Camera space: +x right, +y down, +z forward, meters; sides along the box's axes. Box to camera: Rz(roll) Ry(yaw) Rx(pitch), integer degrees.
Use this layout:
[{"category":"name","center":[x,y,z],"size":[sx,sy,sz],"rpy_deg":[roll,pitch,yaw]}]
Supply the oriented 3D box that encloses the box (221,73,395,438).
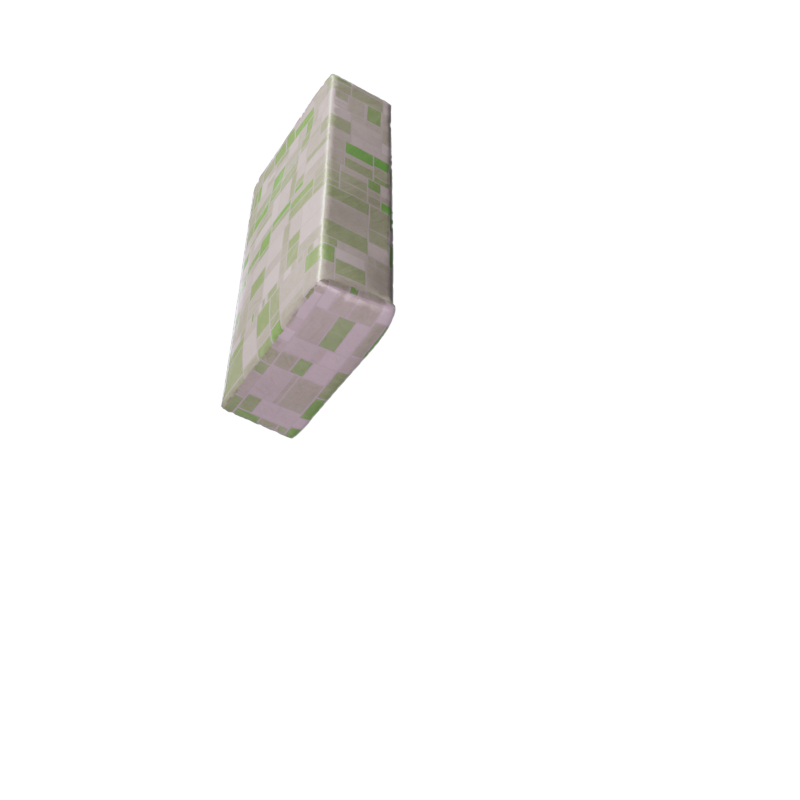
[{"category":"box","center":[-0.044,-0.079,0.553],"size":[0.046,0.189,0.091],"rpy_deg":[24,-53,-24]}]
